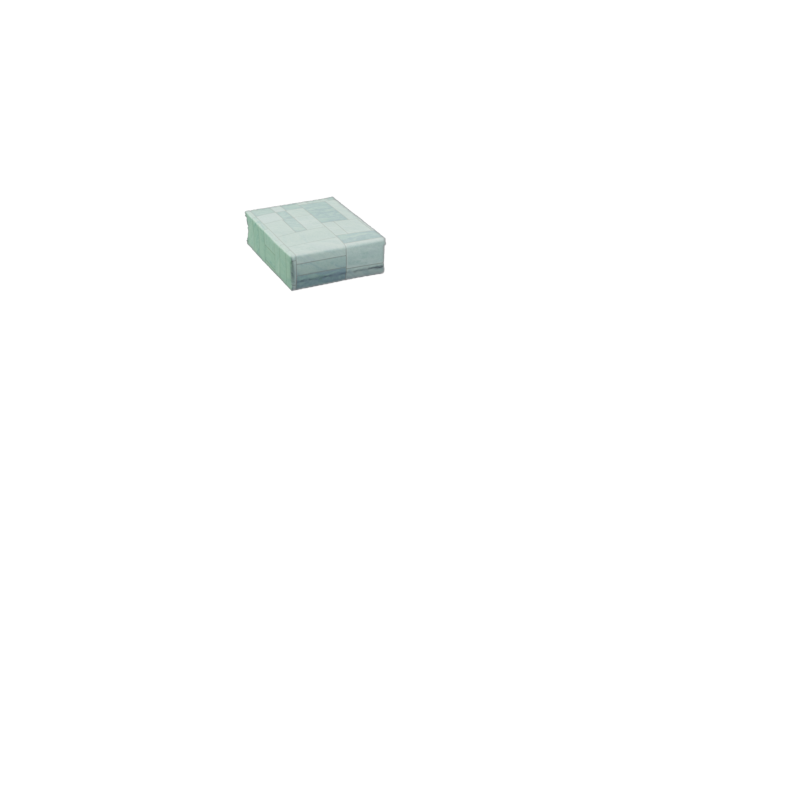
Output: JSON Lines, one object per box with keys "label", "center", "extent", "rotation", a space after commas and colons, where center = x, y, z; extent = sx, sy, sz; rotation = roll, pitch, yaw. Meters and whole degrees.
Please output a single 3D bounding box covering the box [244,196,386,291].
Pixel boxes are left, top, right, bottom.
{"label": "box", "center": [-0.077, -0.141, 0.984], "extent": [0.088, 0.037, 0.122], "rotation": [-12, 30, -23]}
